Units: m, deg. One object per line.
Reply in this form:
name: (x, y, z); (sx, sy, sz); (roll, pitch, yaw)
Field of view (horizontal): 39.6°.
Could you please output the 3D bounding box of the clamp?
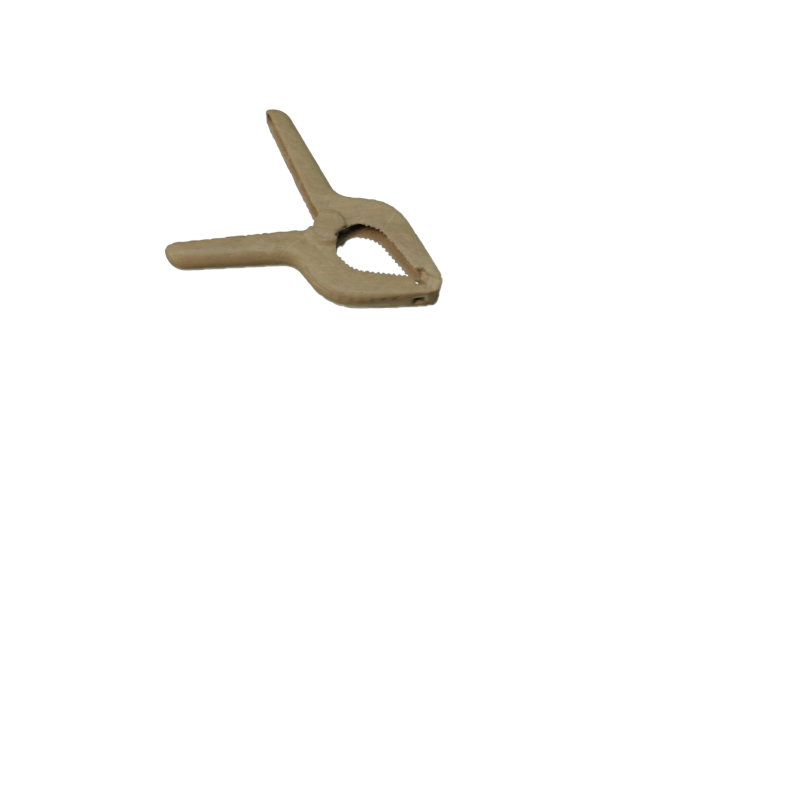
clamp: (-0.068, -0.125, 0.873); (0.218, 0.168, 0.034); (33, -22, 15)
